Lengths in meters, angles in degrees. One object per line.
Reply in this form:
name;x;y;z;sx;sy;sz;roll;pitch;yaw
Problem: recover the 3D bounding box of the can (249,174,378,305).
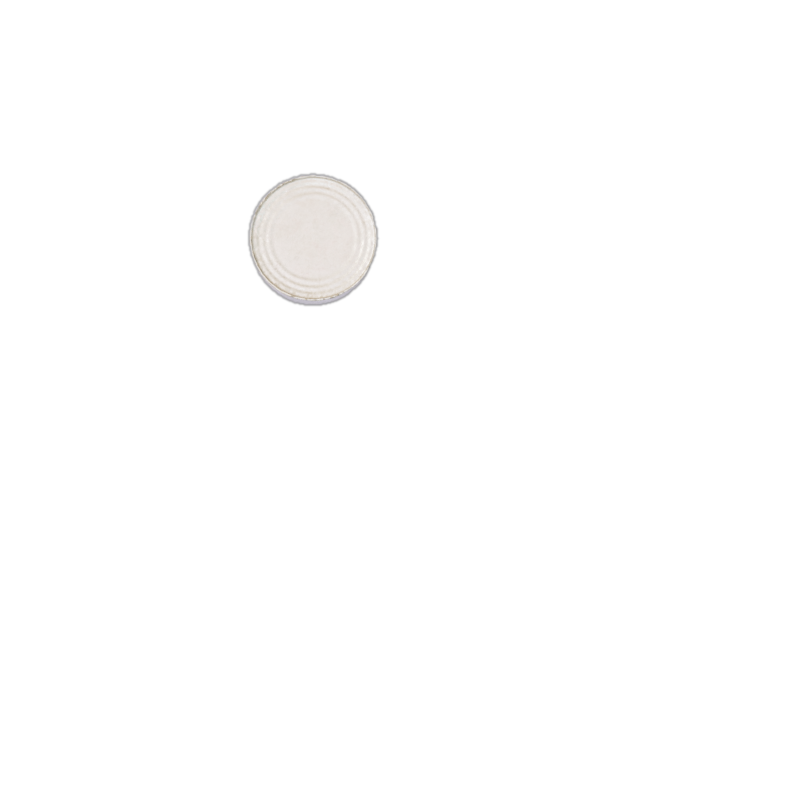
can;-0.059;-0.108;0.754;0.086;0.088;0.033;0;-10;-1
